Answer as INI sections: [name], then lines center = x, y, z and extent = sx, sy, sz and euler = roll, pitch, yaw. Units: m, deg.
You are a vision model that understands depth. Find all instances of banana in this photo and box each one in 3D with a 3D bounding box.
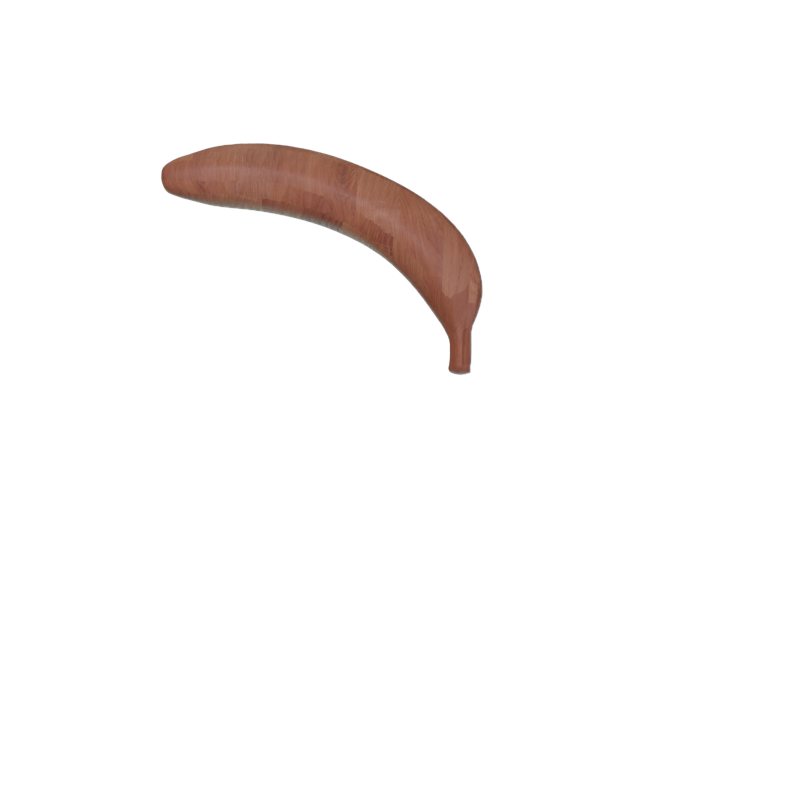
[banana]
center = -0.032, -0.094, 0.580
extent = 0.206, 0.071, 0.034
euler = 32, -25, 17
